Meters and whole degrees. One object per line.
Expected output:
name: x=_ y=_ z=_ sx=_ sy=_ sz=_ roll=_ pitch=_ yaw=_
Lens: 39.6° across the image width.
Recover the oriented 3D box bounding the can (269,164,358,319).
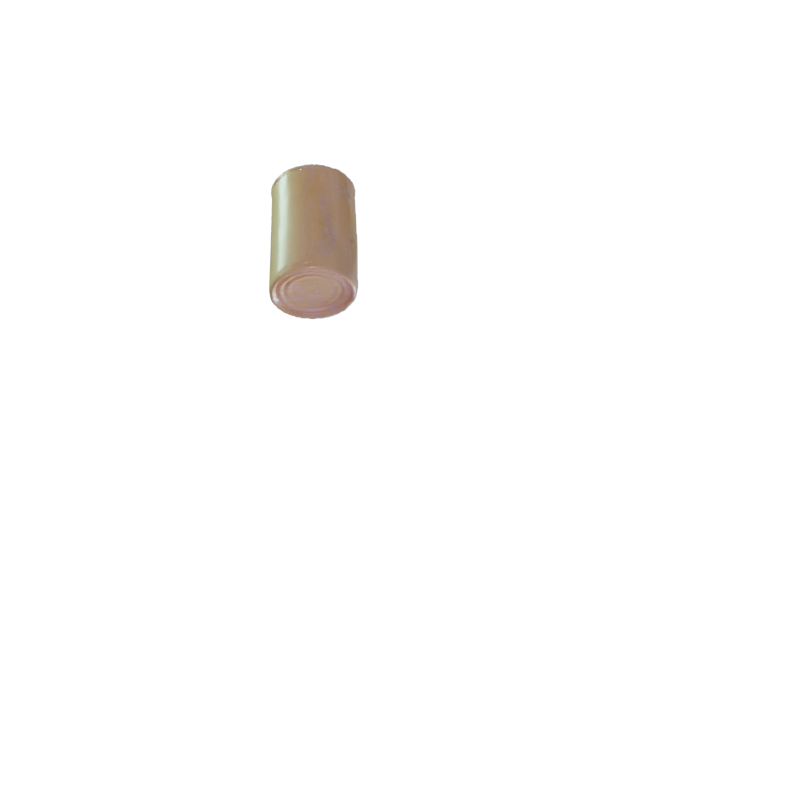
can: x=-0.067 y=-0.123 z=0.861 sx=0.068 sy=0.109 sz=0.064 roll=-1 pitch=-35 yaw=-2
